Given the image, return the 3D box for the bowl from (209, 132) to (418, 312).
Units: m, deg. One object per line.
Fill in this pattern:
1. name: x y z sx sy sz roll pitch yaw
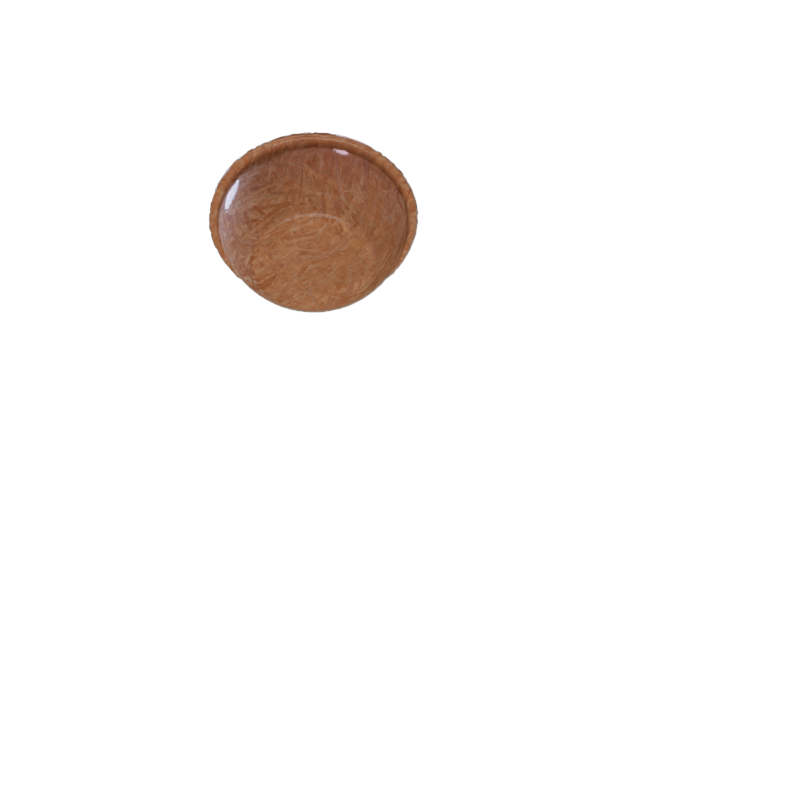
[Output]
1. bowl: -0.066 -0.120 0.837 0.162 0.151 0.059 1 40 -1
